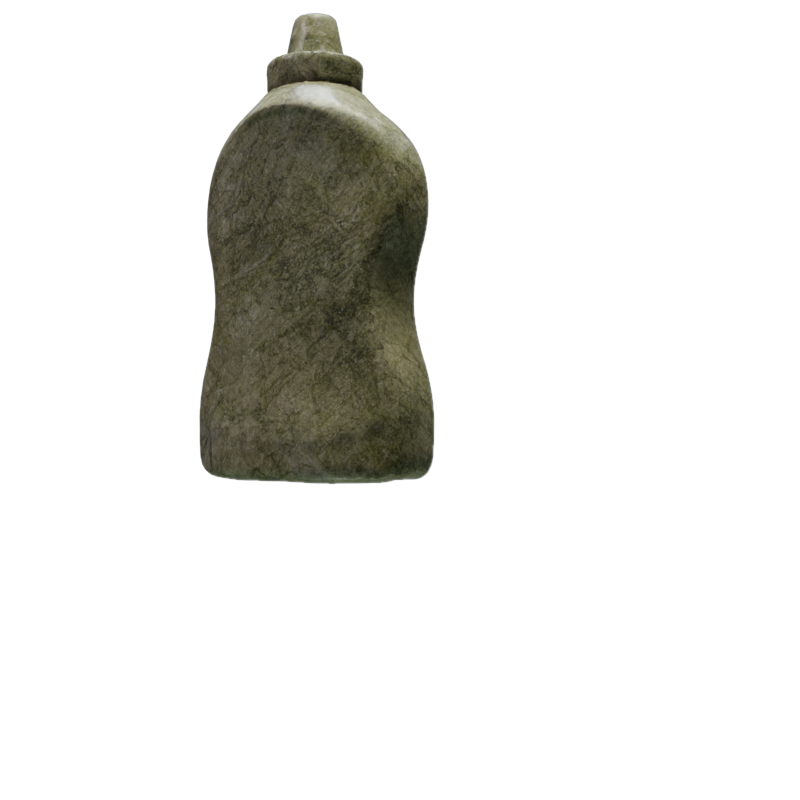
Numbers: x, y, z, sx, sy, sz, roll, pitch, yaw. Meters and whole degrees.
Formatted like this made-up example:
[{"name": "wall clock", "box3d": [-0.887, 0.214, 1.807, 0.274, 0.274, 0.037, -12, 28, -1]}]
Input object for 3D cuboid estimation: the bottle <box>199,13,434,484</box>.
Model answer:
[{"name": "bottle", "box3d": [-0.035, -0.065, 0.456, 0.099, 0.196, 0.055, -5, -9, 32]}]
